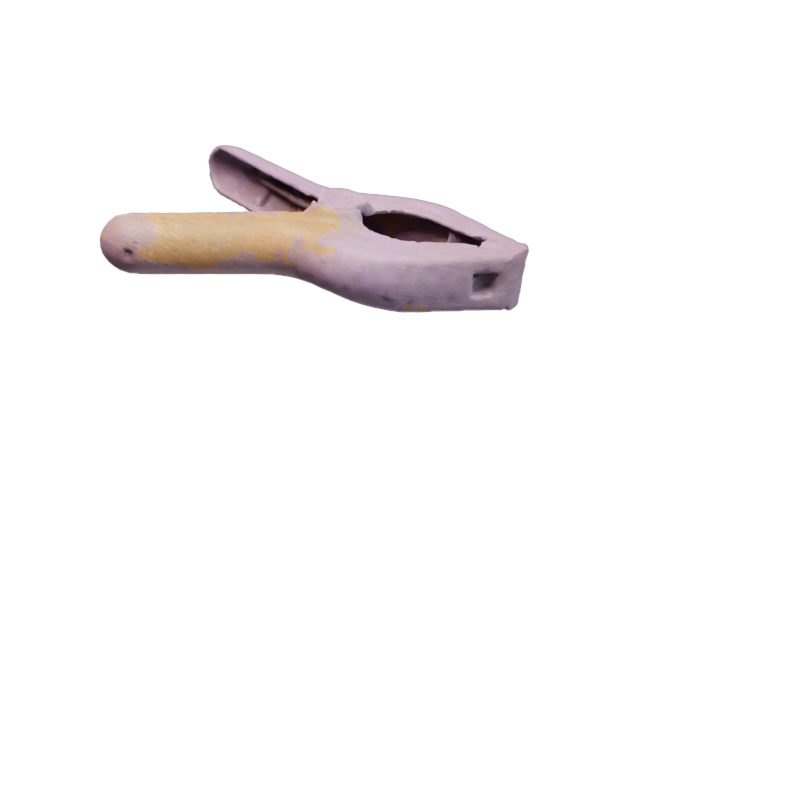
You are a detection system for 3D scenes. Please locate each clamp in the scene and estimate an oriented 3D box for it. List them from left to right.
[{"bbox_3d":[-0.037,-0.067,0.470,0.179,0.037,0.123,16,37,22],"label":"clamp"}]
